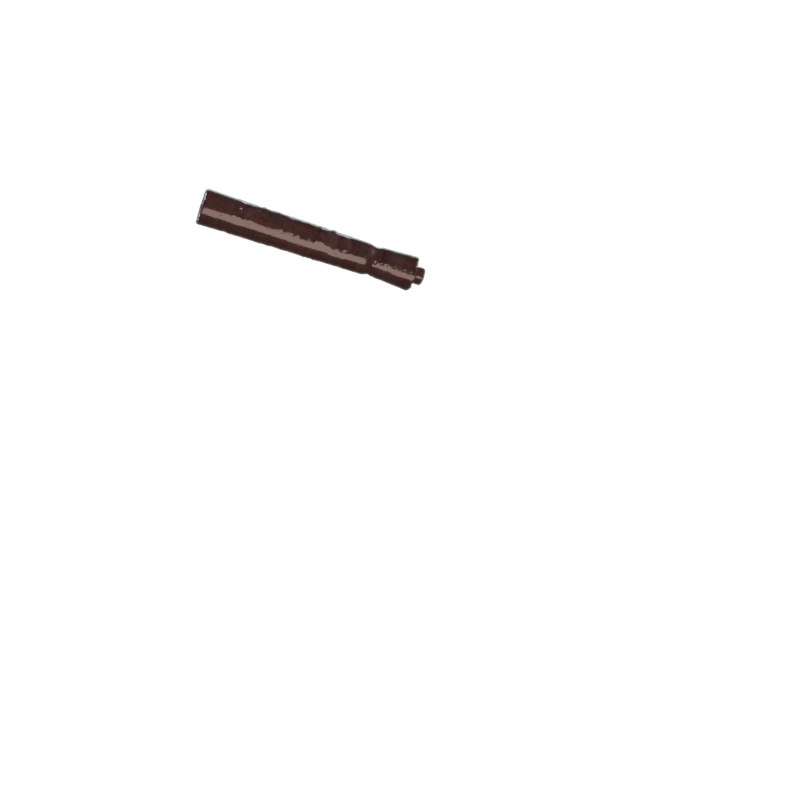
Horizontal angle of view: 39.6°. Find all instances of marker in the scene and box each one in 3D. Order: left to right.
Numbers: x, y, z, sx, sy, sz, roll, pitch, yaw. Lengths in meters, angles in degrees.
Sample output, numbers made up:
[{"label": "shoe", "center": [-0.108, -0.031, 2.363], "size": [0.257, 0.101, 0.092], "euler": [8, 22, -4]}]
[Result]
[{"label": "marker", "center": [-0.045, -0.081, 0.570], "size": [0.119, 0.020, 0.020], "euler": [17, 1, -9]}]
